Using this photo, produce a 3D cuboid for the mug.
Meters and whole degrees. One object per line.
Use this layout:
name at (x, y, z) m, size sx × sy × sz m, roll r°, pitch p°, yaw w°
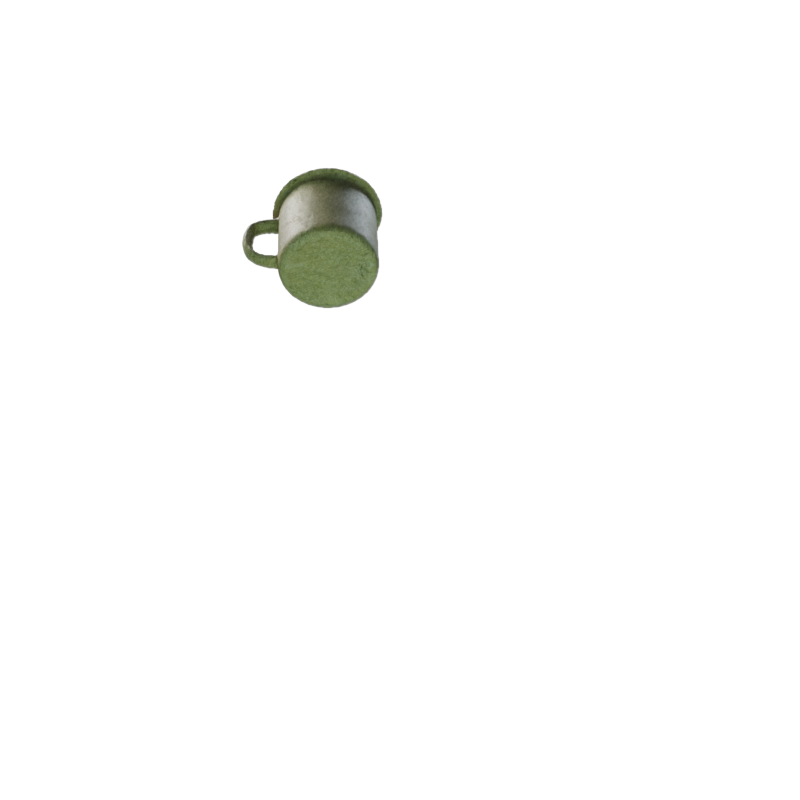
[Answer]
mug at (-0.071, -0.130, 0.912) m, size 0.117 × 0.087 × 0.087 m, roll 0°, pitch 40°, yaw -2°
